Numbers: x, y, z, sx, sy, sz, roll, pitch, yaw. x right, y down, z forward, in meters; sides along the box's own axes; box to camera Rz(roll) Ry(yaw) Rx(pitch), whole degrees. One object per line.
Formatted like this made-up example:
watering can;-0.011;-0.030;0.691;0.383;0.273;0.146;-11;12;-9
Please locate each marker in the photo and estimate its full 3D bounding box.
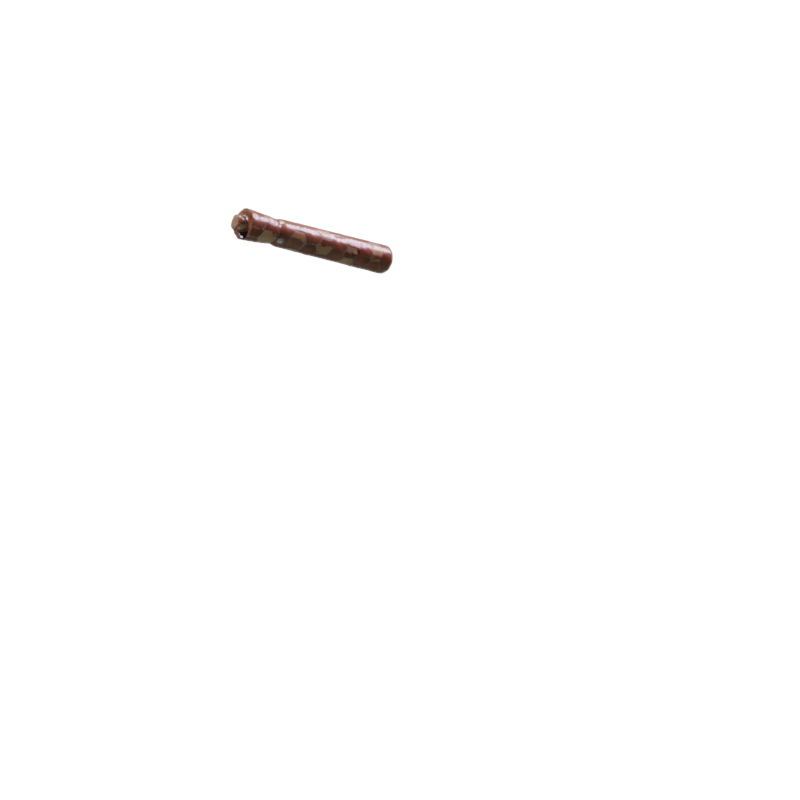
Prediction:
marker;-0.053;-0.097;0.679;0.115;0.020;0.021;8;-3;-42
